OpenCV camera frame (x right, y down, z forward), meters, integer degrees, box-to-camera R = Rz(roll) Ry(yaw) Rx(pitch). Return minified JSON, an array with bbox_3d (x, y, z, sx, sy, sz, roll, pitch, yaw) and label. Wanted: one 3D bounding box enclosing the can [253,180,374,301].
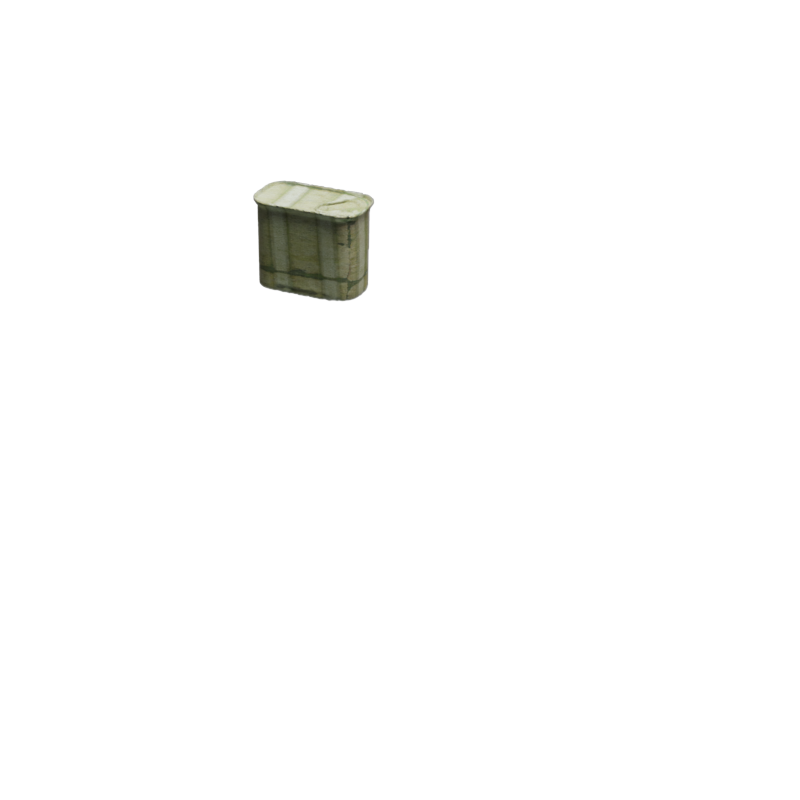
[{"bbox_3d":[-0.076,-0.138,0.968,0.106,0.079,0.059,13,29,21],"label":"can"}]
